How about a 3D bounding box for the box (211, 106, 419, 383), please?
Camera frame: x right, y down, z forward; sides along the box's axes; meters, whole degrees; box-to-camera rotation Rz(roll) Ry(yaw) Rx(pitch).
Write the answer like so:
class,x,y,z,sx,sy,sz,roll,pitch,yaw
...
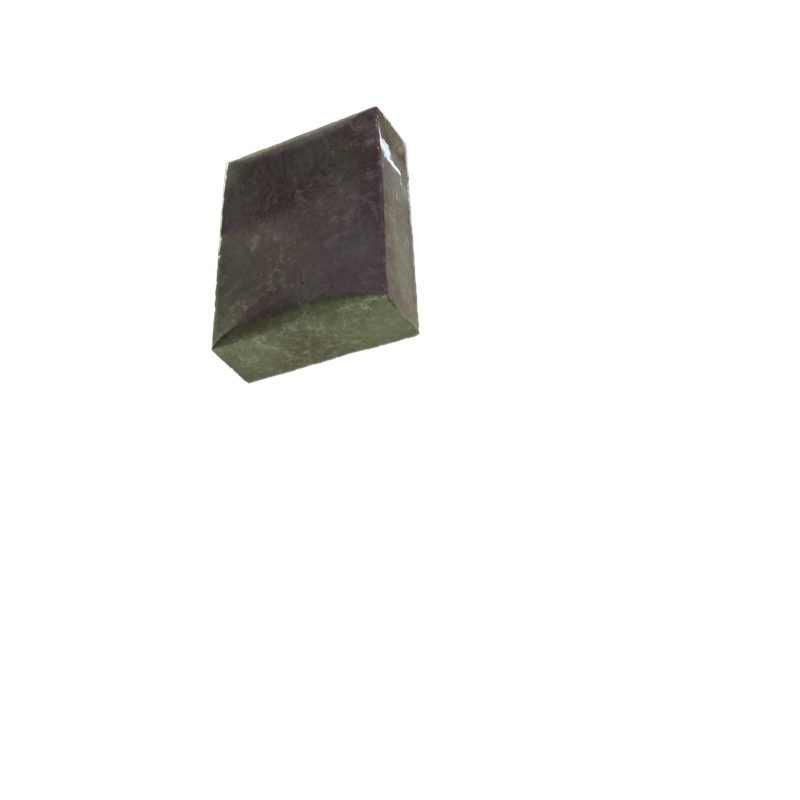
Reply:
class,x,y,z,sx,sy,sz,roll,pitch,yaw
box,-0.076,-0.138,0.968,0.166,0.229,0.066,-17,-37,20
